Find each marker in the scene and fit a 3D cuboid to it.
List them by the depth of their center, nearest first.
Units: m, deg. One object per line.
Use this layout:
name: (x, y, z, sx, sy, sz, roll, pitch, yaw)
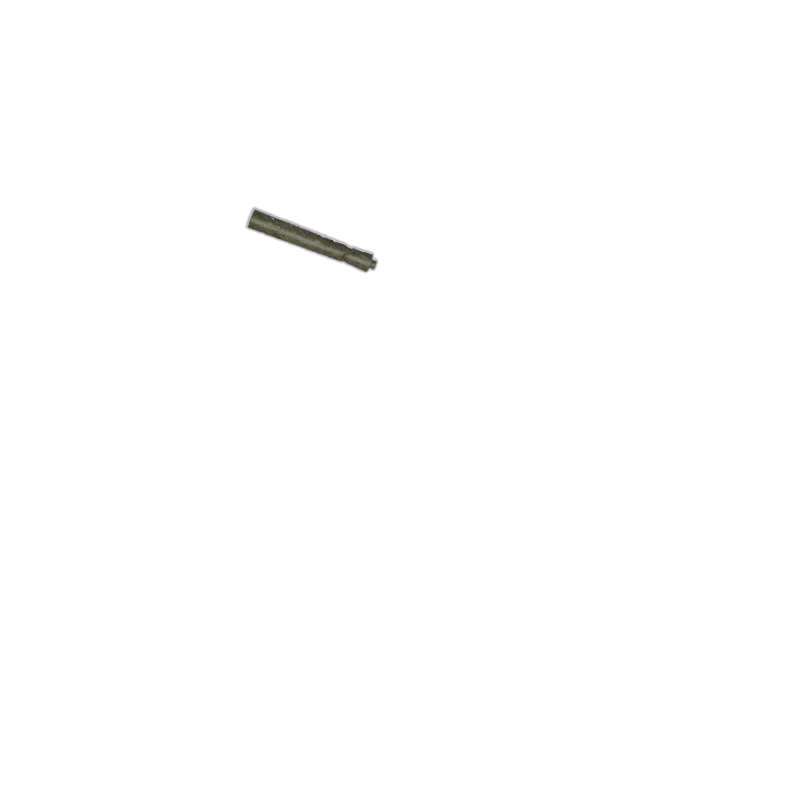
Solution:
marker: (-0.078, -0.142, 0.992, 0.119, 0.020, 0.020, 20, 1, -6)
